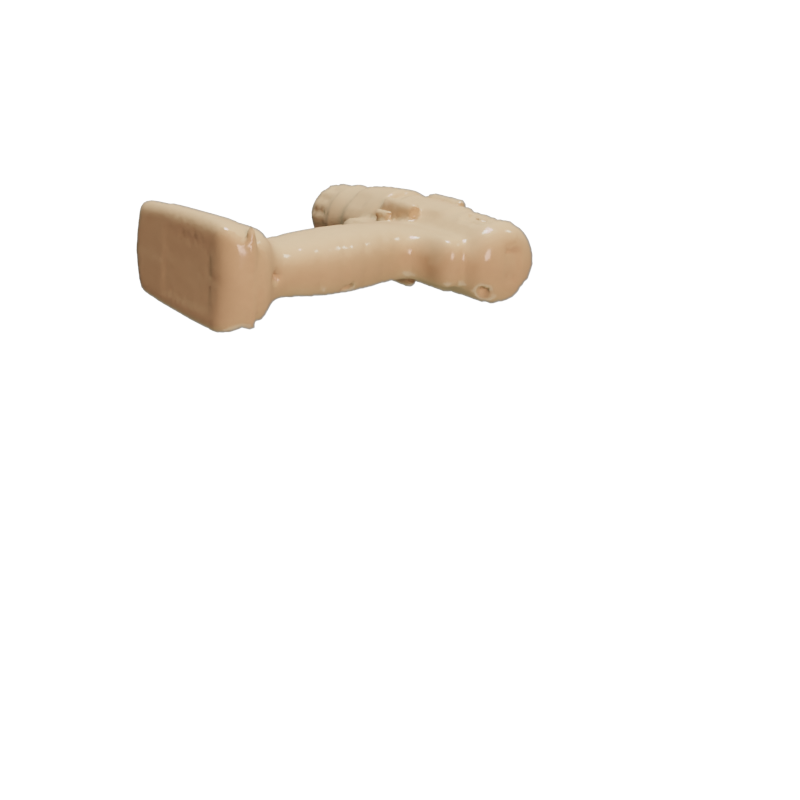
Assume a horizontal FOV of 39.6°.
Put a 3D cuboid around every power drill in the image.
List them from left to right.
[{"bbox_3d":[-0.049,-0.090,0.628,0.183,0.055,0.195,-12,22,-33],"label":"power drill"}]
